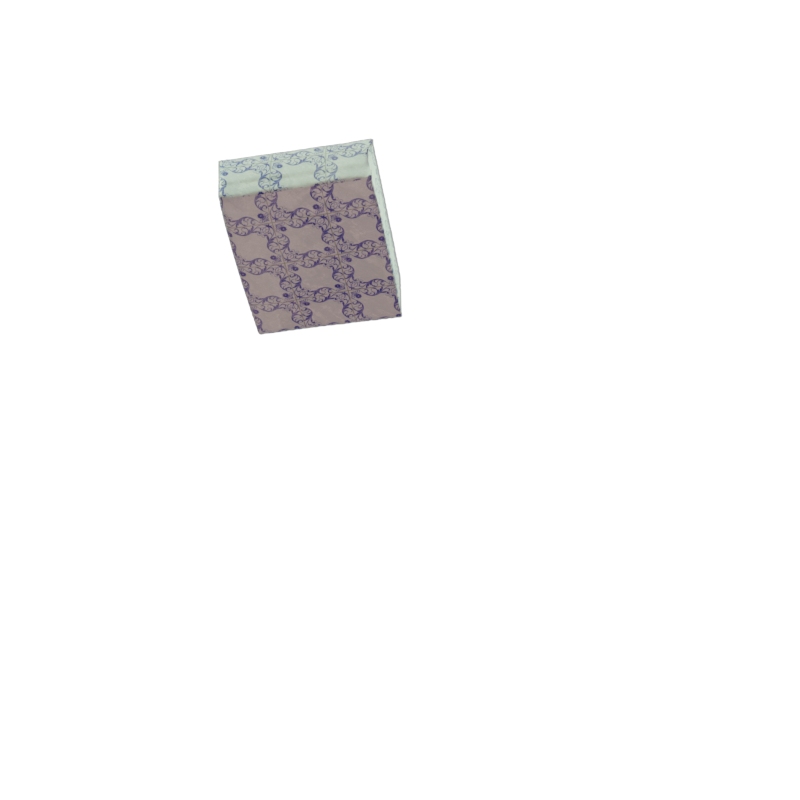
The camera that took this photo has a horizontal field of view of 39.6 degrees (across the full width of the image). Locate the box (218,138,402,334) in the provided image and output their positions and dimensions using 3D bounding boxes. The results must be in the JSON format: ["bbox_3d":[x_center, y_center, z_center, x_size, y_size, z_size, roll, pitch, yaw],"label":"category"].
[{"bbox_3d":[-0.050,-0.092,0.642,0.090,0.042,0.105,-7,-44,6],"label":"box"}]
